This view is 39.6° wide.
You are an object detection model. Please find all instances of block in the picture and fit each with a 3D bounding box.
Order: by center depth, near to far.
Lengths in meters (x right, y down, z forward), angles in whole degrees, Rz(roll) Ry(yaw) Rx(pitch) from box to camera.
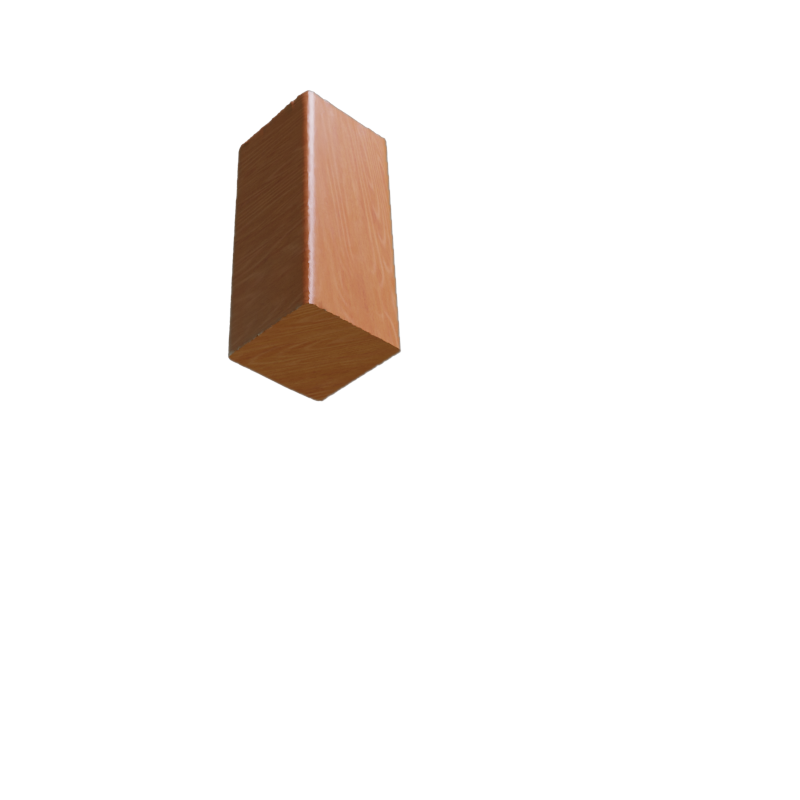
[{"bbox_3d":[-0.066,-0.119,0.834,0.085,0.221,0.090,28,-46,-34],"label":"block"}]
